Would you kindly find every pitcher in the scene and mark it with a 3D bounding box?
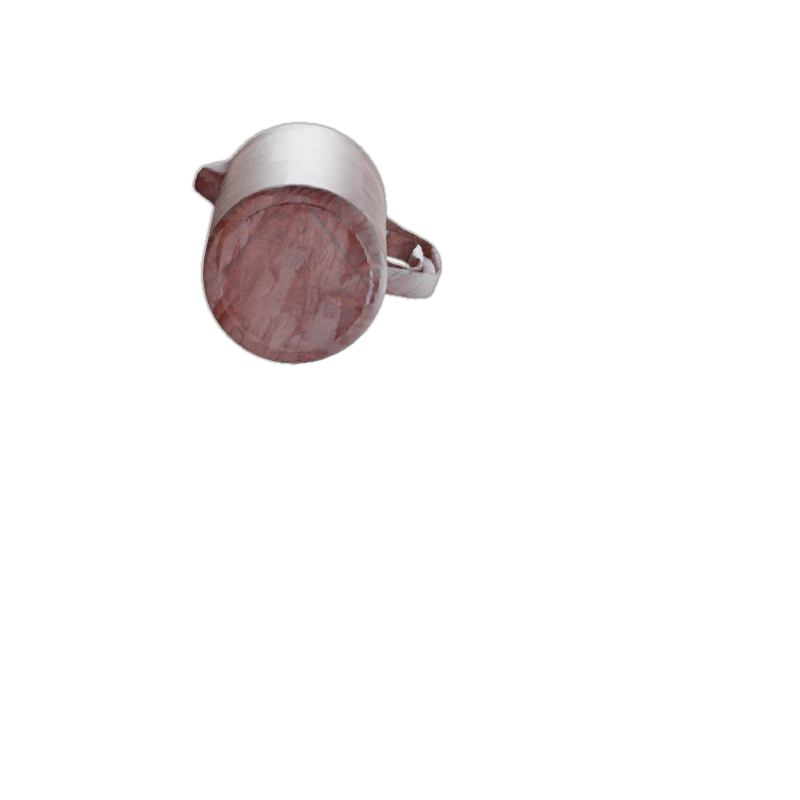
[{"bbox_3d":[-0.059,-0.107,0.751,0.149,0.140,0.252,-24,18,4],"label":"pitcher"}]
